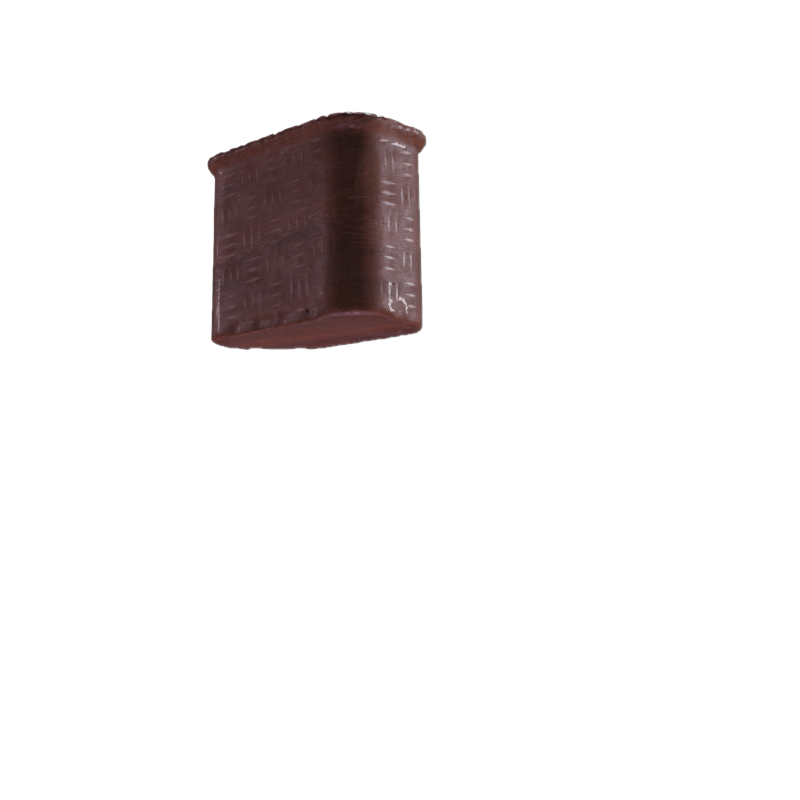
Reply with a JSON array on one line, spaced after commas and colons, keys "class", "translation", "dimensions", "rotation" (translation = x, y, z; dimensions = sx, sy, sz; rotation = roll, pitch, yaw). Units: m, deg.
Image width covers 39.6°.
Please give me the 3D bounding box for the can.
[{"class": "can", "translation": [-0.037, -0.068, 0.479], "dimensions": [0.104, 0.086, 0.054], "rotation": [-9, -15, 42]}]
